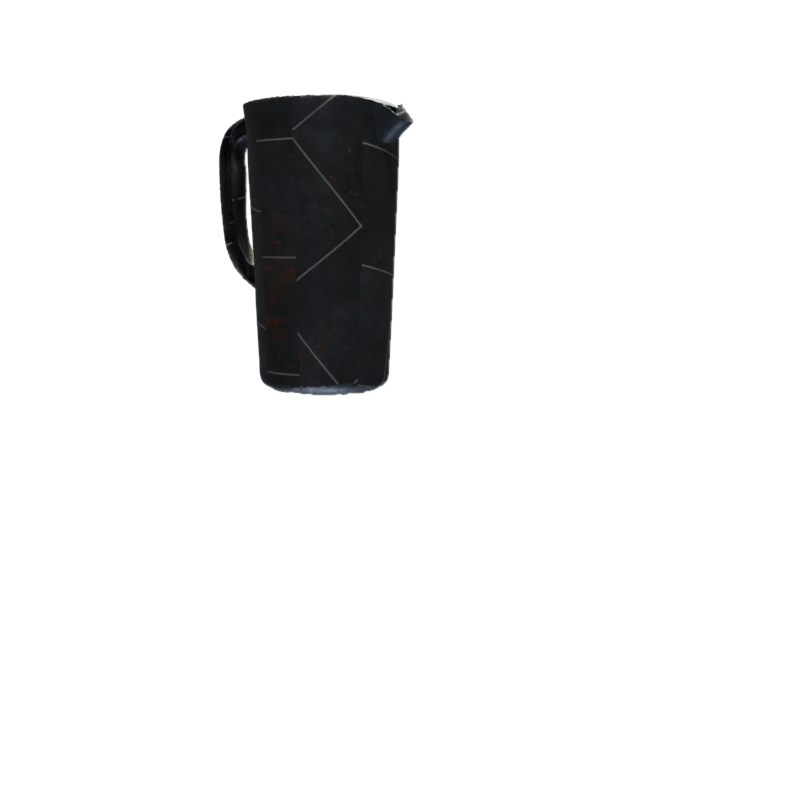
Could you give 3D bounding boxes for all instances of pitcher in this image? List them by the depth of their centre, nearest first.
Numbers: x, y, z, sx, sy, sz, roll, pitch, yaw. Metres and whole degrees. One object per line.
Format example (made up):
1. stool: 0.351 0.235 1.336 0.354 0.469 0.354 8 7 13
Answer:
1. pitcher: -0.073 -0.133 0.928 0.143 0.242 0.152 -1 3 -13
